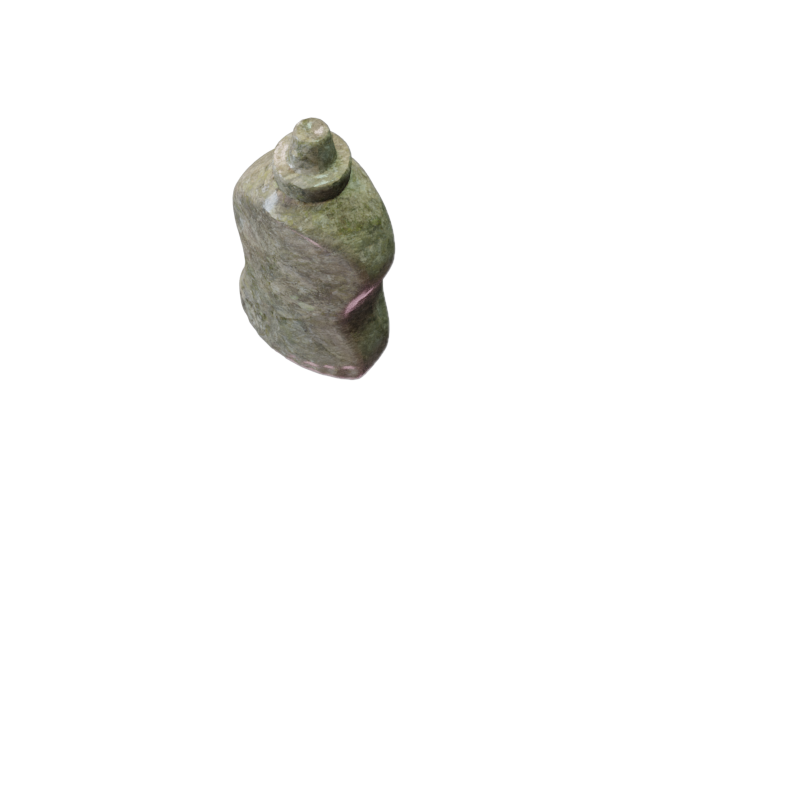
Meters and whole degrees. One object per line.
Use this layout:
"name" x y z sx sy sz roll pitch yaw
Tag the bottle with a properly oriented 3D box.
"bottle" -0.049 -0.089 0.623 0.100 0.060 0.180 35 -27 16
